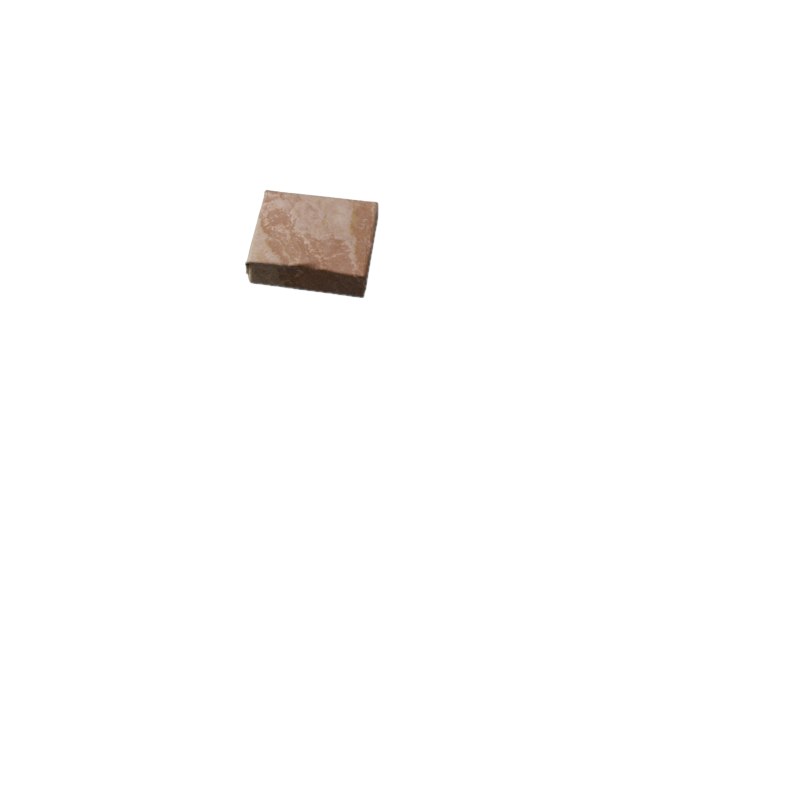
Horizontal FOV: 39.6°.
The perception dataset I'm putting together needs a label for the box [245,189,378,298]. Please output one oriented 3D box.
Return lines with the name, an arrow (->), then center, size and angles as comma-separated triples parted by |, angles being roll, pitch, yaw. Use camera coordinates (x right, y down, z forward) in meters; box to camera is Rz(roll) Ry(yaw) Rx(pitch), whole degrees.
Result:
box -> -0.065, -0.118, 0.826 | 0.090, 0.078, 0.028 | 7, -37, 5
